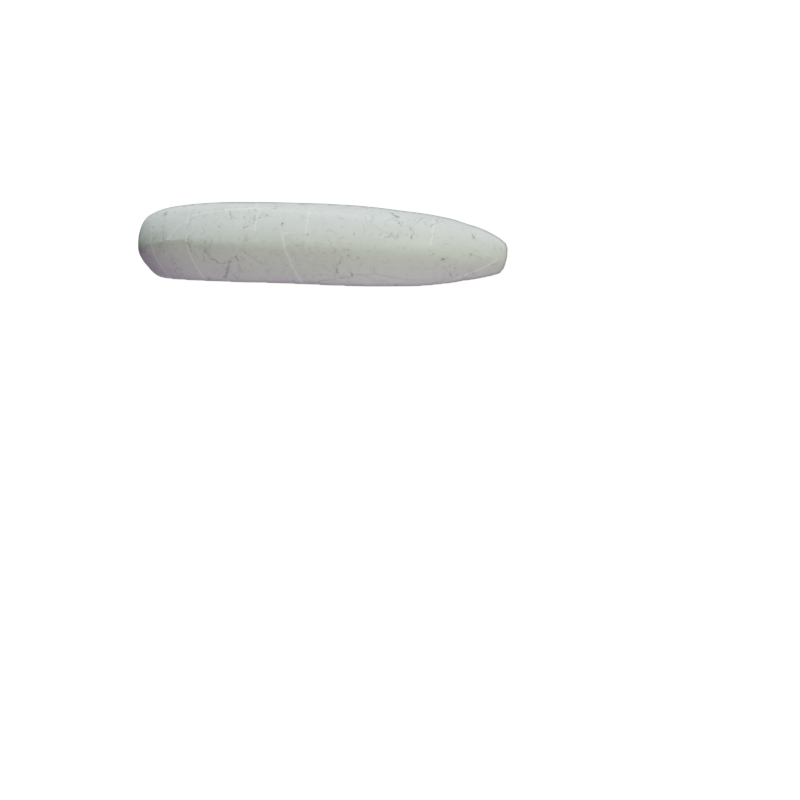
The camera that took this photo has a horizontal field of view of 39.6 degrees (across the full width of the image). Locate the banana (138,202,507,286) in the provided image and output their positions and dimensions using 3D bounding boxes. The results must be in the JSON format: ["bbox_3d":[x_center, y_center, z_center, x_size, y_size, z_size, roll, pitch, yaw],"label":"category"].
[{"bbox_3d":[-0.053,-0.072,0.506,0.206,0.036,0.068,6,9,33],"label":"banana"}]
